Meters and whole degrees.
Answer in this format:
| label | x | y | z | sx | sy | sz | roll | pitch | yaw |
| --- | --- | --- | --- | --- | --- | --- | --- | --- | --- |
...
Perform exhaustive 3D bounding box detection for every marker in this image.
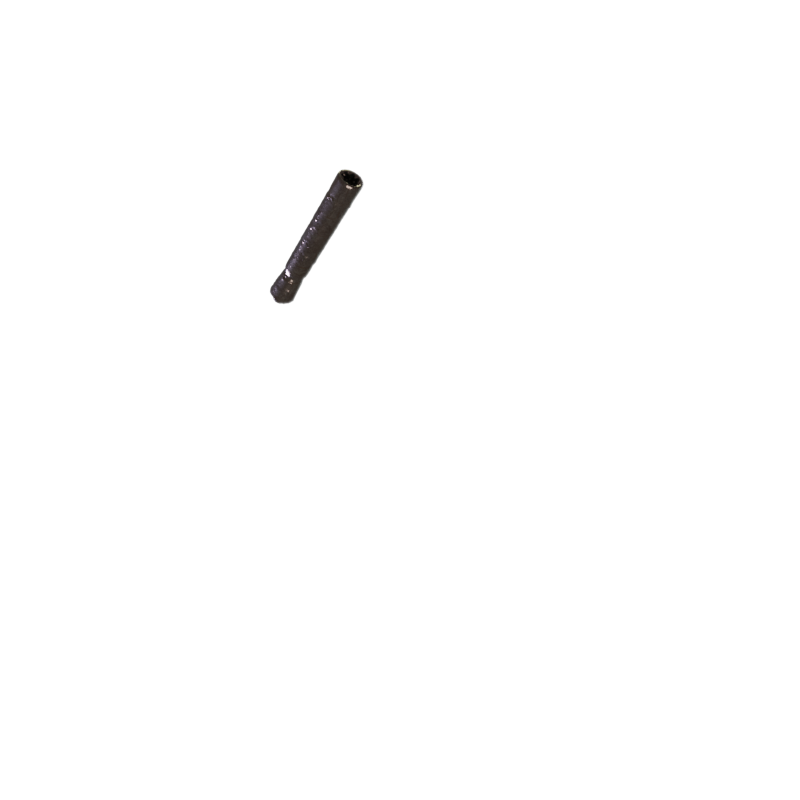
| label | x | y | z | sx | sy | sz | roll | pitch | yaw |
| --- | --- | --- | --- | --- | --- | --- | --- | --- | --- |
| marker | -0.060 | -0.109 | 0.763 | 0.019 | 0.021 | 0.117 | -1 | -38 | -38 |
